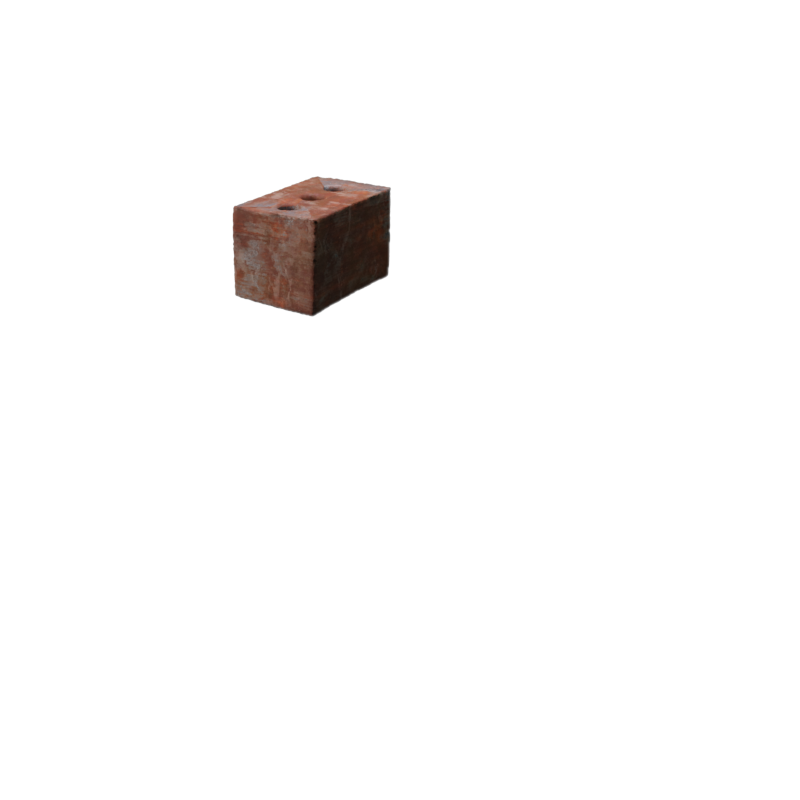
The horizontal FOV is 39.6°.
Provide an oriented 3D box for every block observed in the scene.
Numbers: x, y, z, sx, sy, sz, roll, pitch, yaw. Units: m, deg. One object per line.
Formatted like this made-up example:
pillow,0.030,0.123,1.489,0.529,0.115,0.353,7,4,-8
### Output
block,-0.046,-0.085,0.592,0.055,0.049,0.078,13,26,27
